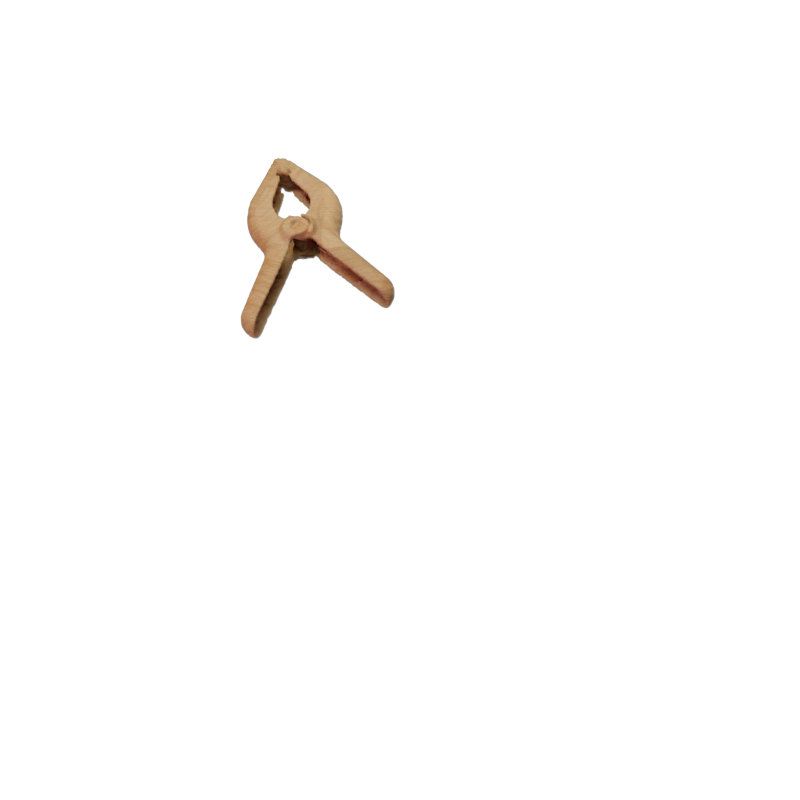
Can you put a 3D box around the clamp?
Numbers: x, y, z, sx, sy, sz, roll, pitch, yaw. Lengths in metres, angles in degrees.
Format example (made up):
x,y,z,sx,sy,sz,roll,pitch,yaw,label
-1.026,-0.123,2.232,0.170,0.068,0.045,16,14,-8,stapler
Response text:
x,y,z,sx,sy,sz,roll,pitch,yaw,label
-0.070,-0.128,0.900,0.120,0.184,0.037,-4,-34,-3,clamp
